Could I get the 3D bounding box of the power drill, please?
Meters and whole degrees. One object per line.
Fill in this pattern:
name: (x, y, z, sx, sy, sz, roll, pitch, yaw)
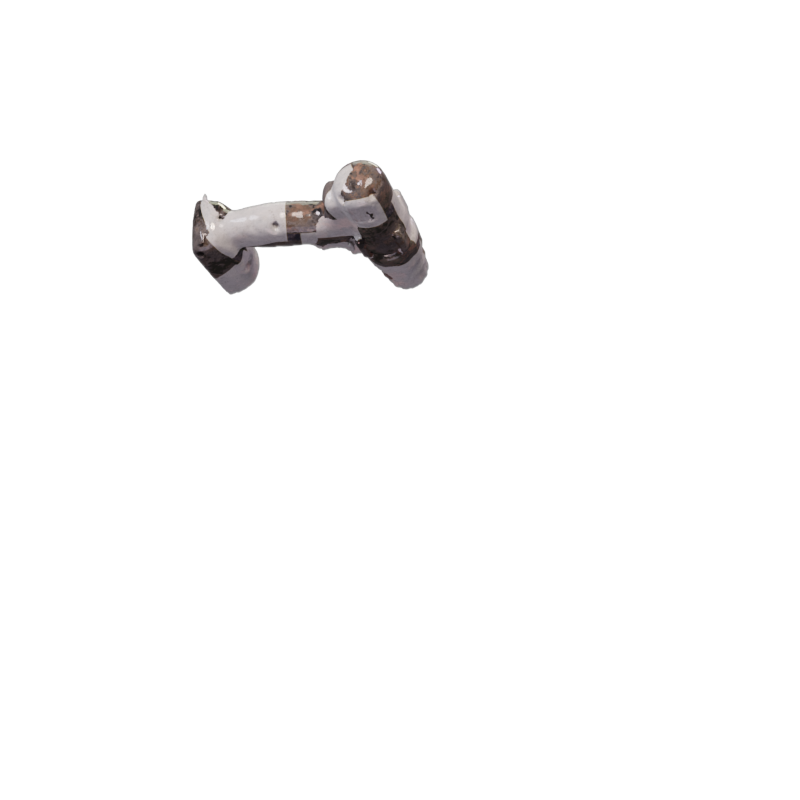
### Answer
power drill: (-0.078, -0.141, 0.990, 0.190, 0.061, 0.171, -8, -27, 15)
